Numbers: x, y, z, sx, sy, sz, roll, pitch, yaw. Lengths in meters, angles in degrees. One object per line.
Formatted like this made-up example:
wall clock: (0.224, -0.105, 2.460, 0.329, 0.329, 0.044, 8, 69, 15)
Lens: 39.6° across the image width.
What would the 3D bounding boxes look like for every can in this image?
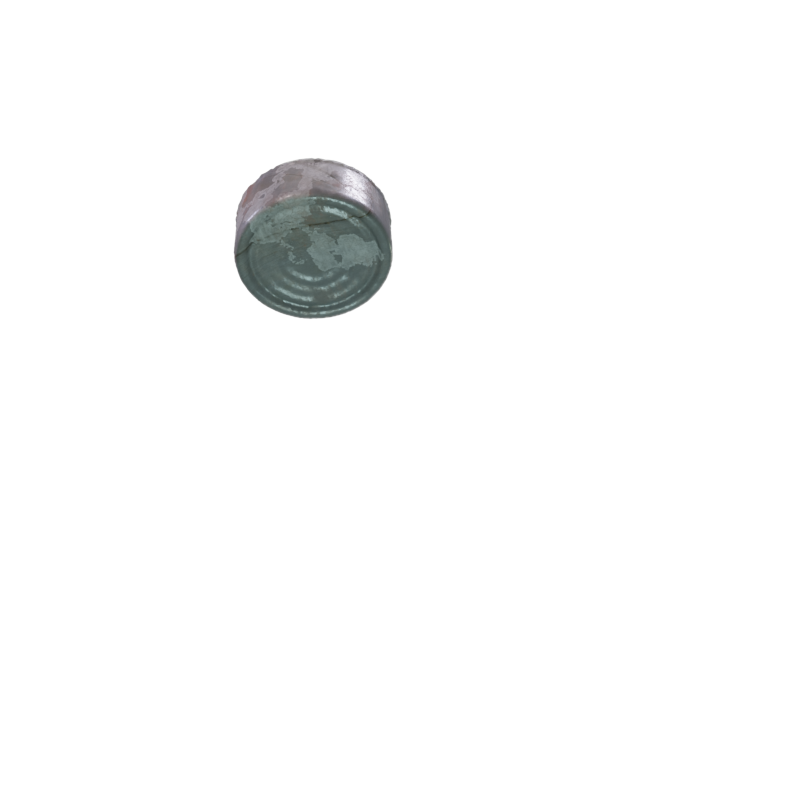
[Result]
can: (-0.047, -0.085, 0.598, 0.086, 0.080, 0.036, 1, 40, -1)
